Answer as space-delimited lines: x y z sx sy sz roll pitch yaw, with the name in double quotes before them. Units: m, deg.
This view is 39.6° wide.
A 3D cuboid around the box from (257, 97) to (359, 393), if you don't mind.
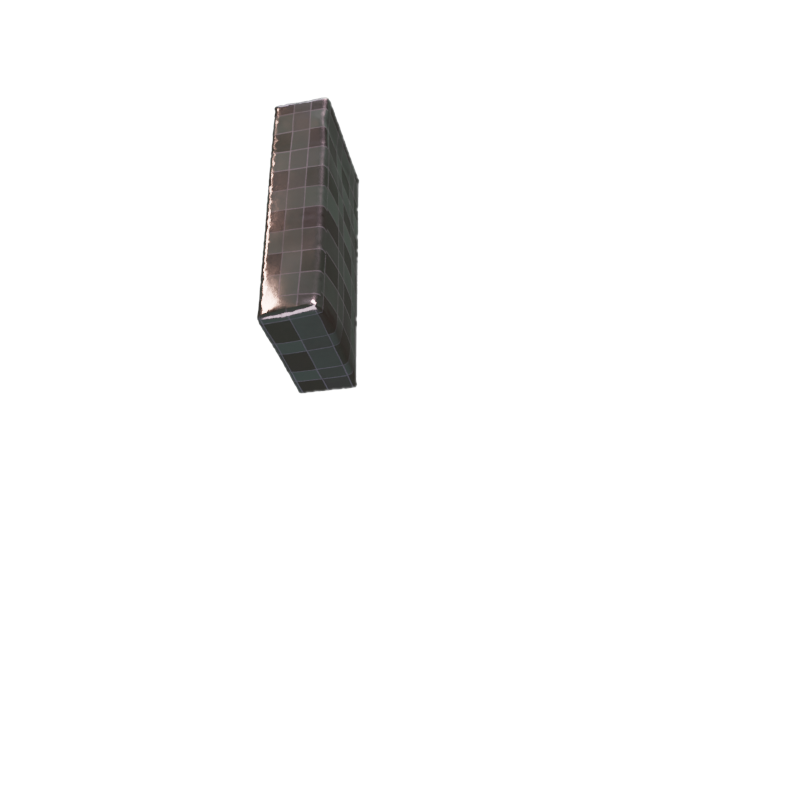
"box" -0.058 -0.105 0.733 0.048 0.189 0.086 -10 -36 9
